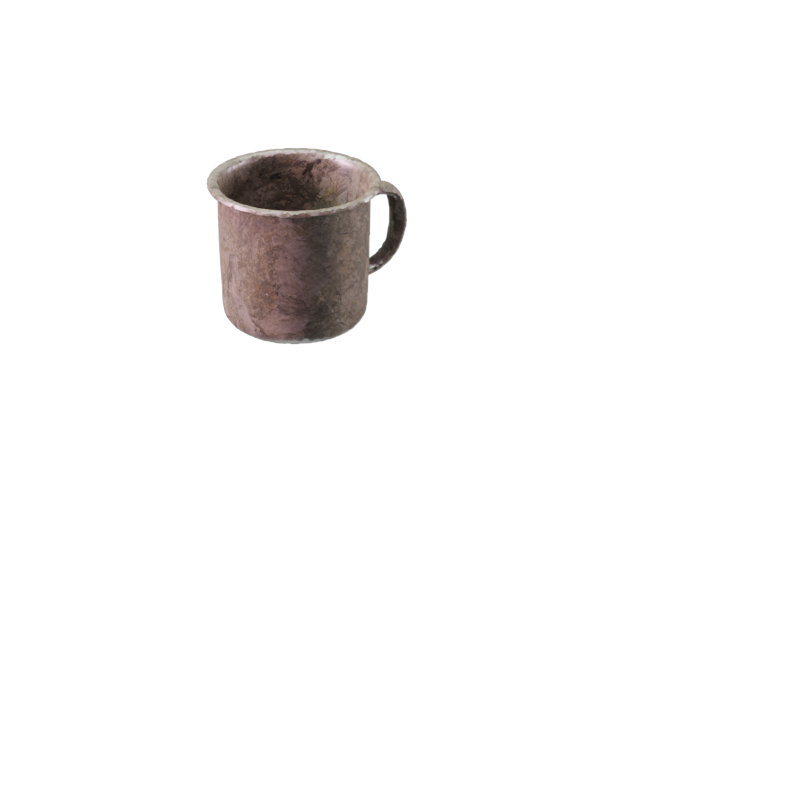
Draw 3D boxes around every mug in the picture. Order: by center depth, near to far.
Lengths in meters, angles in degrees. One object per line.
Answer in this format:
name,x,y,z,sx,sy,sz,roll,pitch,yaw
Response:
mug,-0.048,-0.088,0.613,0.115,0.077,0.100,-18,35,-29
